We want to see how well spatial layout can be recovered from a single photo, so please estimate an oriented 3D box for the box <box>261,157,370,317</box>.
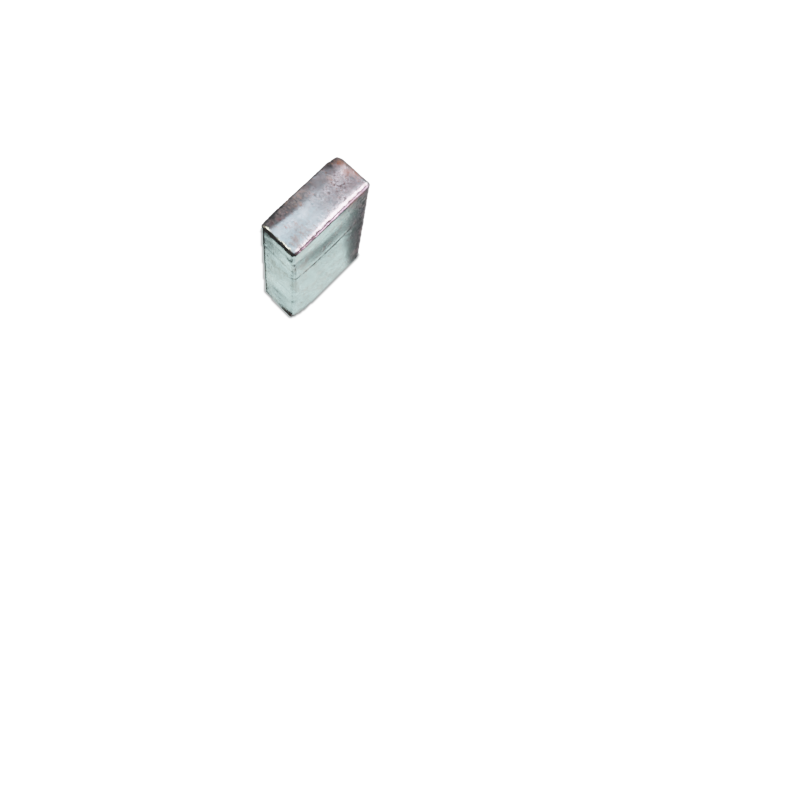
[{"bbox_3d":[-0.077,-0.141,0.986,0.049,0.094,0.169,42,-15,8],"label":"box"}]
